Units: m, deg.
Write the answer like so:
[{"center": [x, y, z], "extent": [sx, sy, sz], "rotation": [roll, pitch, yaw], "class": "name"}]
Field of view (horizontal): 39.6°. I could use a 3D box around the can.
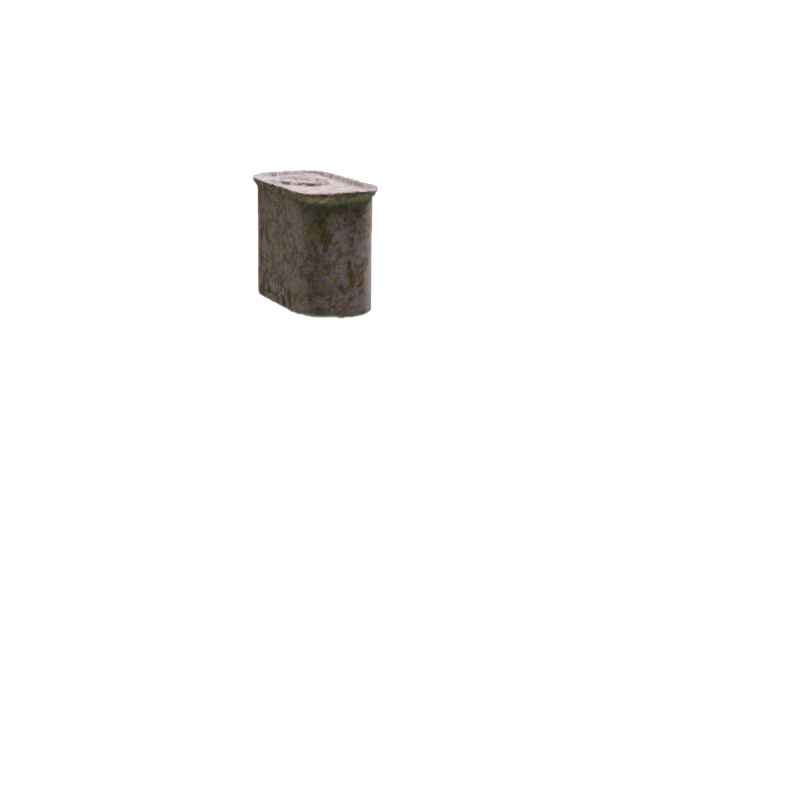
[{"center": [-0.059, -0.107, 0.749], "extent": [0.056, 0.081, 0.108], "rotation": [-7, 18, -28], "class": "can"}]
